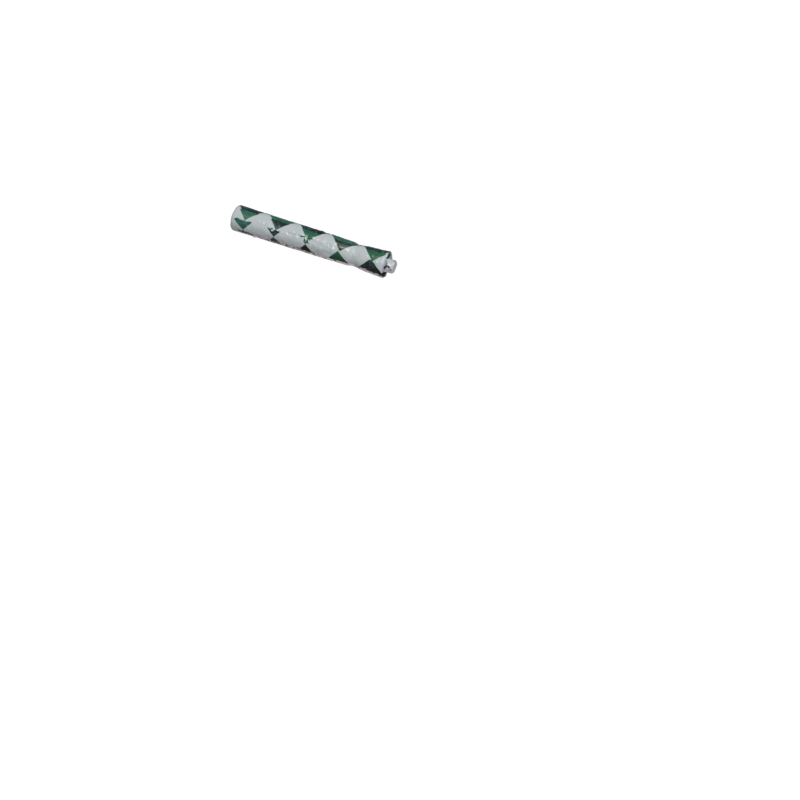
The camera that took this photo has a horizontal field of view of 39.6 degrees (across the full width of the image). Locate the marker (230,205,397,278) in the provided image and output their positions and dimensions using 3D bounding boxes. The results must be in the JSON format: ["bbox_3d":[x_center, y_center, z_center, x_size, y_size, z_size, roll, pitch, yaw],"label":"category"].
[{"bbox_3d":[-0.060,-0.109,0.762,0.125,0.019,0.019,20,10,18],"label":"marker"}]
